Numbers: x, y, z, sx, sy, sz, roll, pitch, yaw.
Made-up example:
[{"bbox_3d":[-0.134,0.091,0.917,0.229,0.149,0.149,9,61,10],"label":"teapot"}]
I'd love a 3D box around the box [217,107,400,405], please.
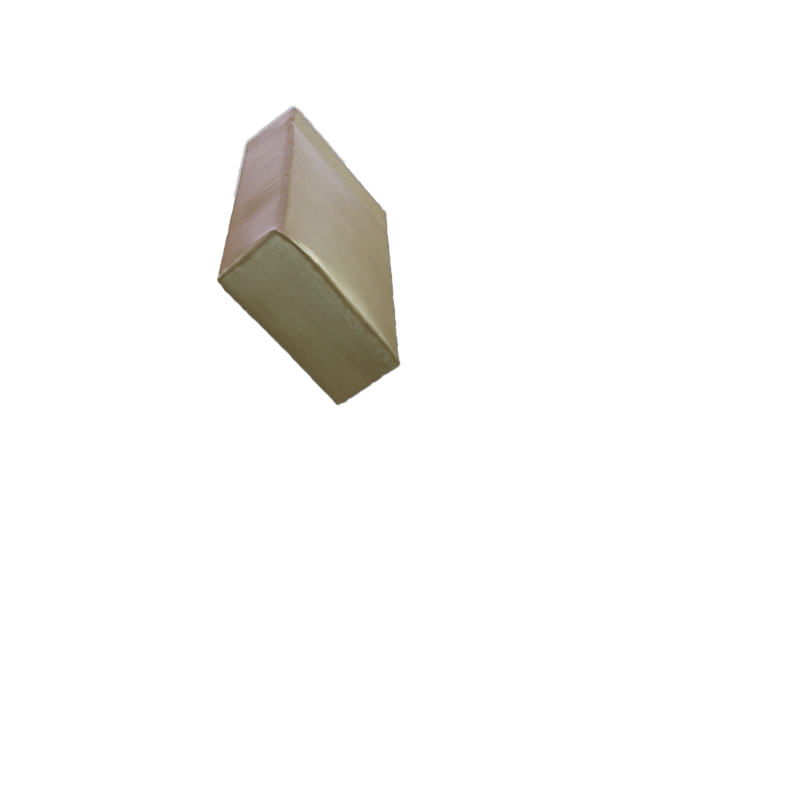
[{"bbox_3d":[-0.047,-0.085,0.596,0.048,0.089,0.187,-36,25,16],"label":"box"}]
